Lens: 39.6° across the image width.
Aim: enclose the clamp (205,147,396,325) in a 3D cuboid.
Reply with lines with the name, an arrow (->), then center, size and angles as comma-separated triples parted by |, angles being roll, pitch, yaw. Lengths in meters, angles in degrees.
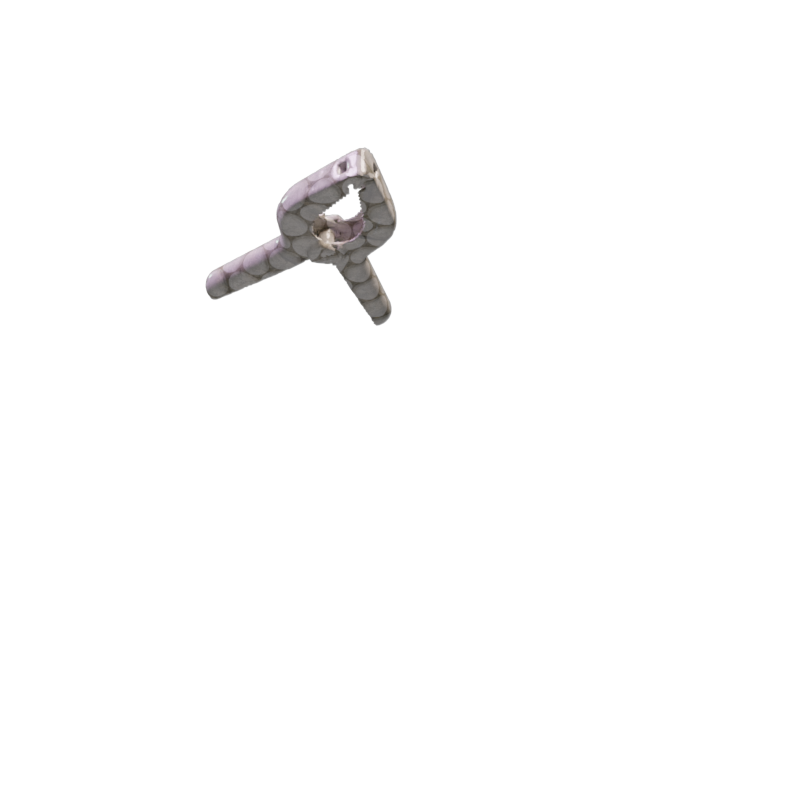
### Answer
clamp -> -0.070, -0.128, 0.897 | 0.162, 0.039, 0.199 | 5, -31, -9
